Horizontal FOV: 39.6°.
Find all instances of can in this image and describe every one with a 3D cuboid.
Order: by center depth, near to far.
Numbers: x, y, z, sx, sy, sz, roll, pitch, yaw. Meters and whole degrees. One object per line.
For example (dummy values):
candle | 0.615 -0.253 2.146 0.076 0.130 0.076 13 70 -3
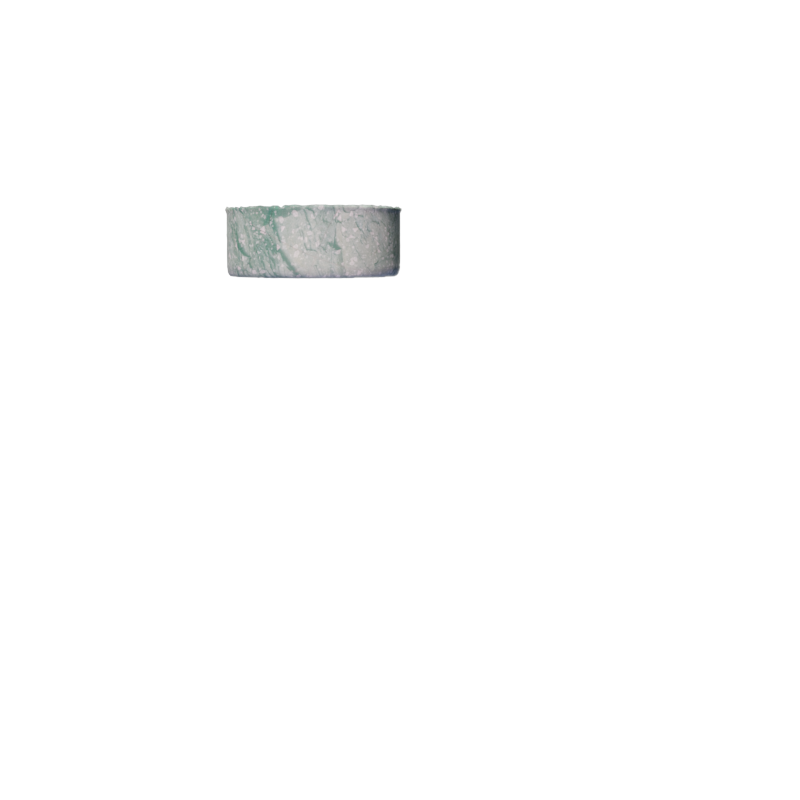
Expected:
can | -0.042 -0.077 0.540 0.086 0.033 0.087 0 7 -2
